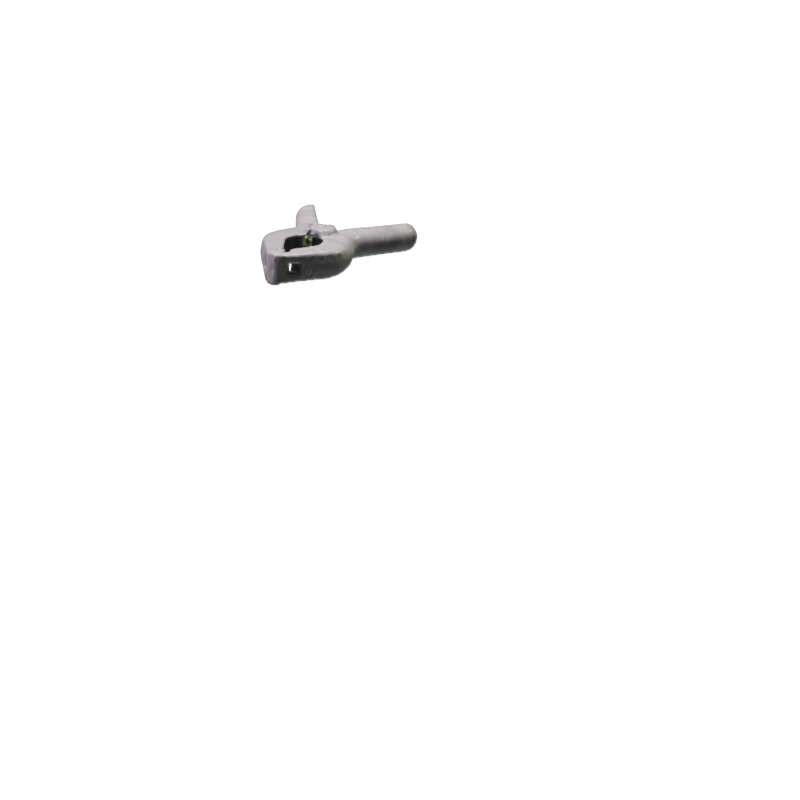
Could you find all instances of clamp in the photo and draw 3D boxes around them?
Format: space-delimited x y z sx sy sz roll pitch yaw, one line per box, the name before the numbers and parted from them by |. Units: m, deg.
clamp | -0.077 -0.140 0.978 0.126 0.038 0.169 13 23 32
